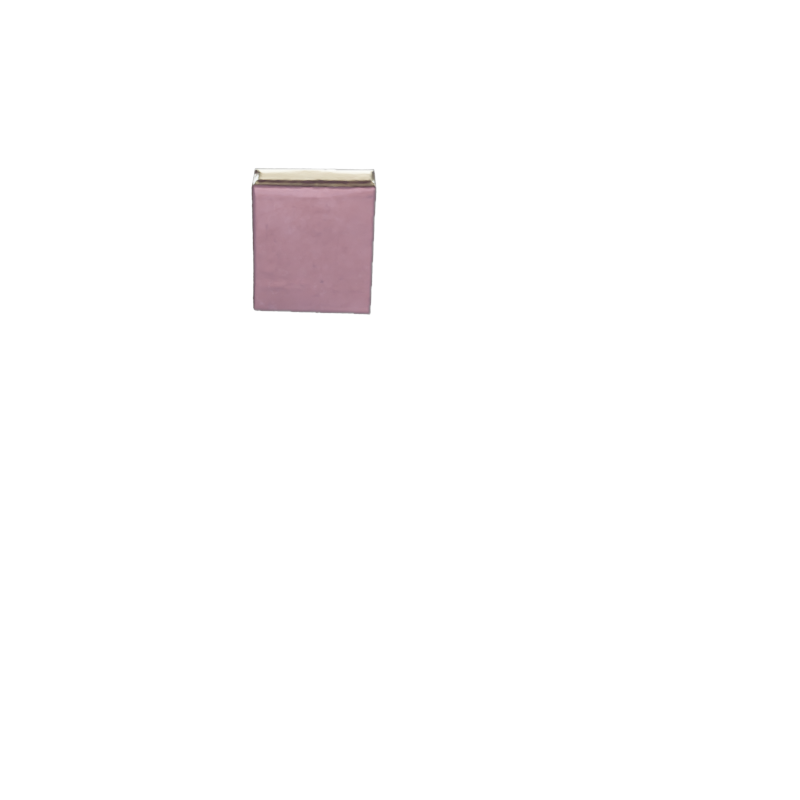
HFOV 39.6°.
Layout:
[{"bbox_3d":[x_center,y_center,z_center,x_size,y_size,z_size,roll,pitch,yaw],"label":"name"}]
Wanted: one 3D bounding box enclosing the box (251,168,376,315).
[{"bbox_3d":[-0.053,-0.096,0.674,0.073,0.084,0.032,1,30,-2],"label":"box"}]
